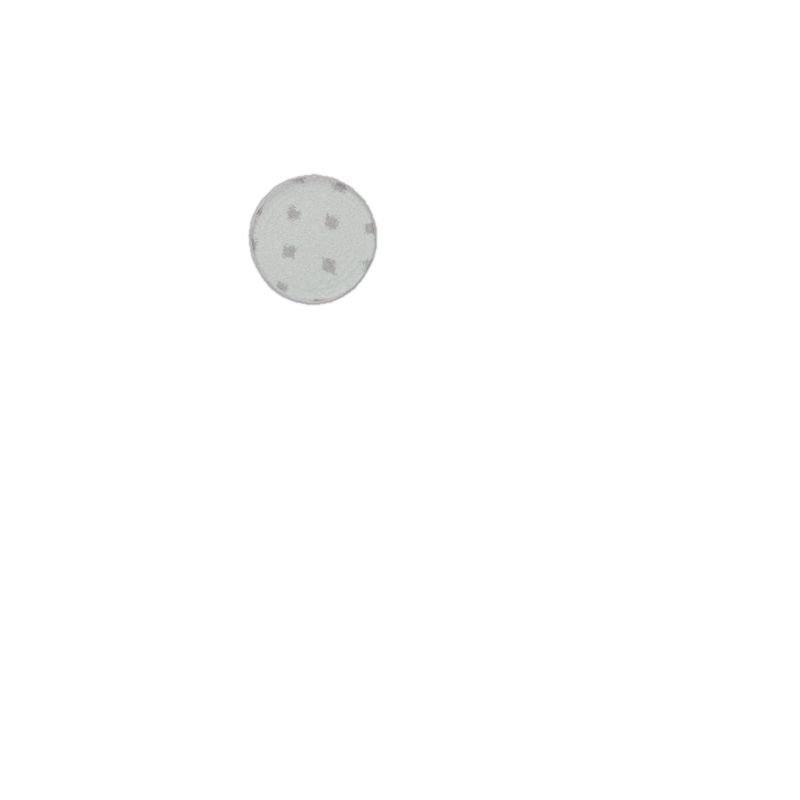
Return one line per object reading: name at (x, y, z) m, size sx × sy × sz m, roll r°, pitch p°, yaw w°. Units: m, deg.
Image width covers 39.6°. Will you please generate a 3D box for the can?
can at (-0.060, -0.109, 0.764) m, size 0.086 × 0.088 × 0.033 m, roll 0°, pitch -8°, yaw -1°
